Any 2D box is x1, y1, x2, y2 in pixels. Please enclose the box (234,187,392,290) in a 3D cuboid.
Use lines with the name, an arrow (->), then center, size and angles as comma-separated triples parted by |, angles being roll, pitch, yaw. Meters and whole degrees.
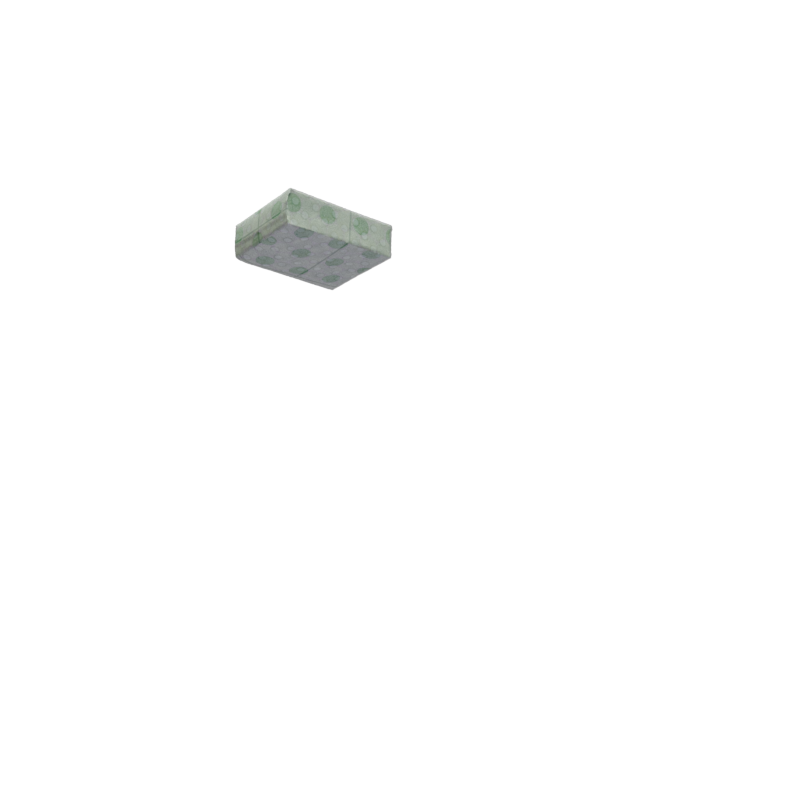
box -> -0.077, -0.140, 0.983 | 0.108, 0.041, 0.090 | 14, -25, -34
